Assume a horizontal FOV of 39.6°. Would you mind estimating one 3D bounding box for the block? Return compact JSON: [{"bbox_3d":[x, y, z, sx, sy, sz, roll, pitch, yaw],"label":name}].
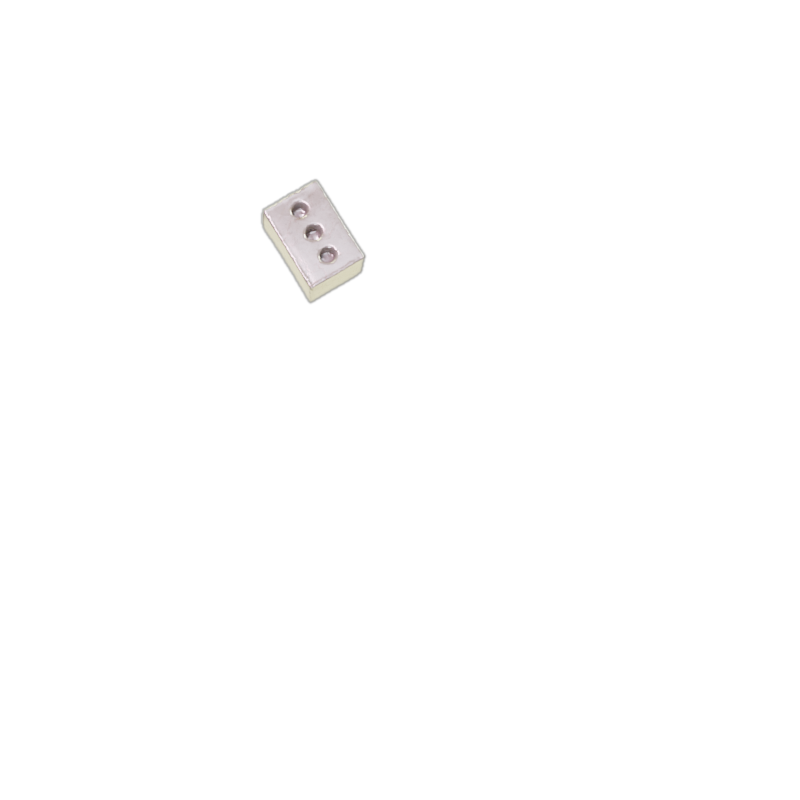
[{"bbox_3d":[-0.070,-0.128,0.898,0.053,0.081,0.049,-31,-12,-9],"label":"block"}]
